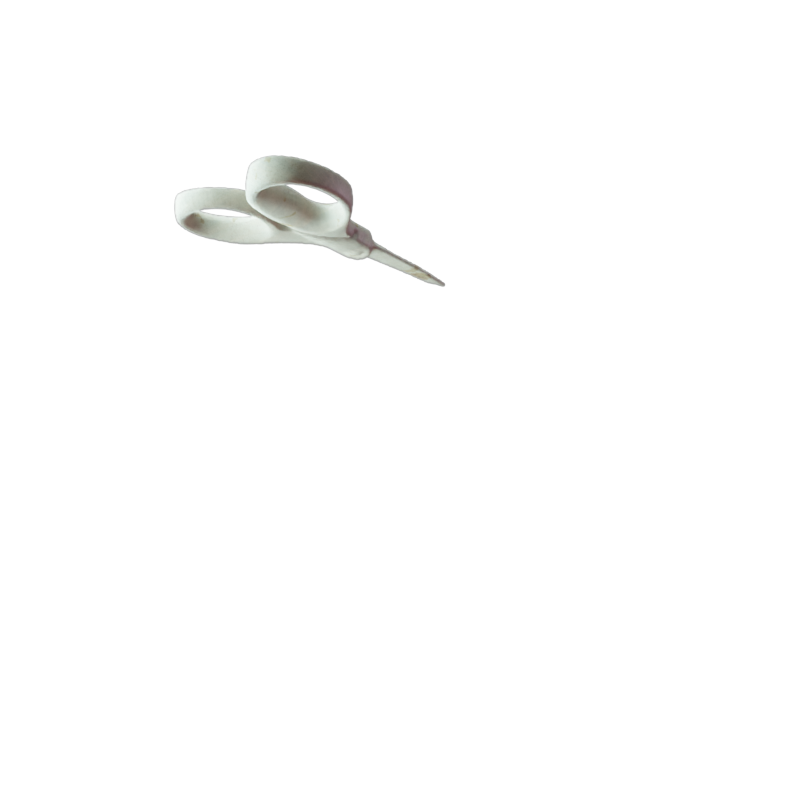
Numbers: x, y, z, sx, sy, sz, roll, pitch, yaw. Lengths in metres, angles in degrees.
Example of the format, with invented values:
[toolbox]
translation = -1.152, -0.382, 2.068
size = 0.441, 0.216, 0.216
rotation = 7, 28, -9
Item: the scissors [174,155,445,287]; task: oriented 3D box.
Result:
[scissors]
translation = -0.045, -0.083, 0.581
size = 0.098, 0.016, 0.191
rotation = -3, -12, 16
